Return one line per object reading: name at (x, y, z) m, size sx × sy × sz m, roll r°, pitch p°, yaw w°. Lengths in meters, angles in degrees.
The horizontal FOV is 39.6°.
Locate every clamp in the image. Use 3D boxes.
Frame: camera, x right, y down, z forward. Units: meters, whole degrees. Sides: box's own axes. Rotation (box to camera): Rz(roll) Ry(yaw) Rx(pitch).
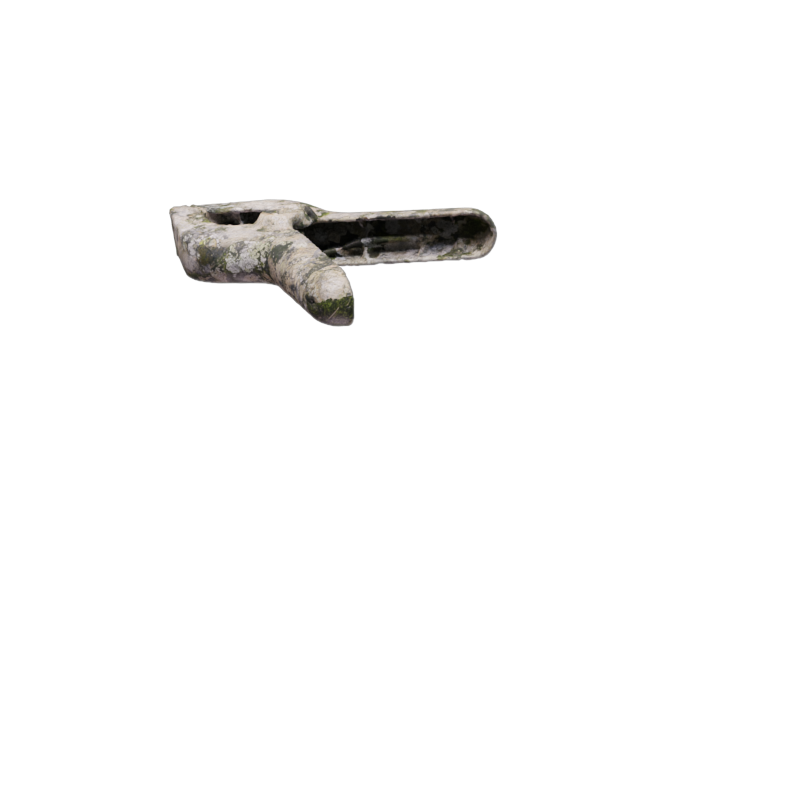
clamp at (-0.042, -0.077, 0.543) m, size 0.118 × 0.038 × 0.182 m, roll -17°, pitch 27°, yaw -39°
